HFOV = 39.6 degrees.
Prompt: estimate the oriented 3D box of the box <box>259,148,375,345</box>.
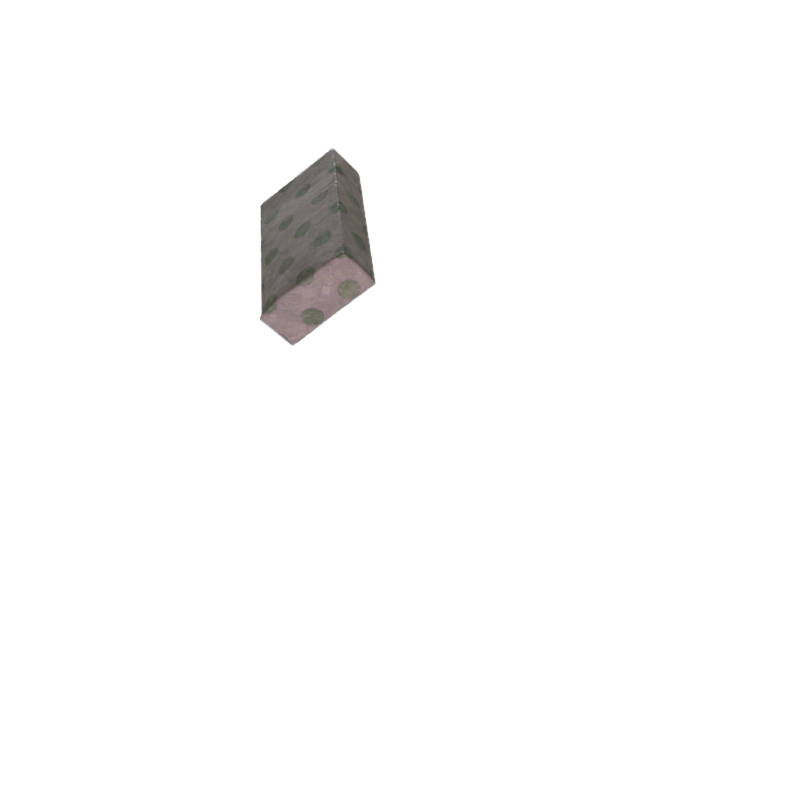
[{"bbox_3d":[-0.073,-0.134,0.941,0.093,0.188,0.045,-35,-58,20],"label":"box"}]
